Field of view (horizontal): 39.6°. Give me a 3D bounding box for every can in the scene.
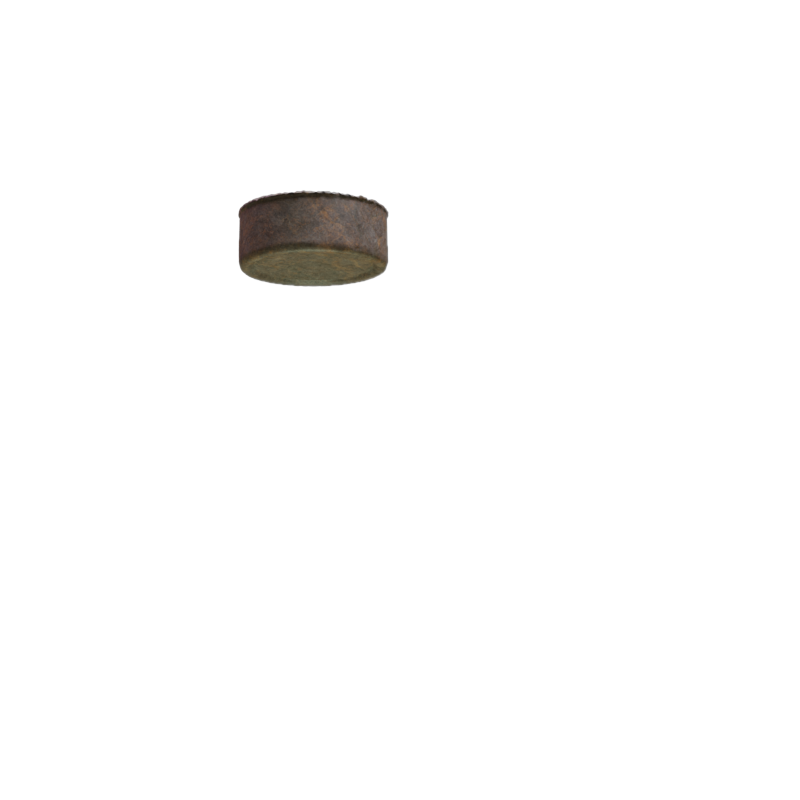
[{"bbox_3d":[-0.049,-0.090,0.629,0.086,0.035,0.084,0,-9,-2],"label":"can"}]
